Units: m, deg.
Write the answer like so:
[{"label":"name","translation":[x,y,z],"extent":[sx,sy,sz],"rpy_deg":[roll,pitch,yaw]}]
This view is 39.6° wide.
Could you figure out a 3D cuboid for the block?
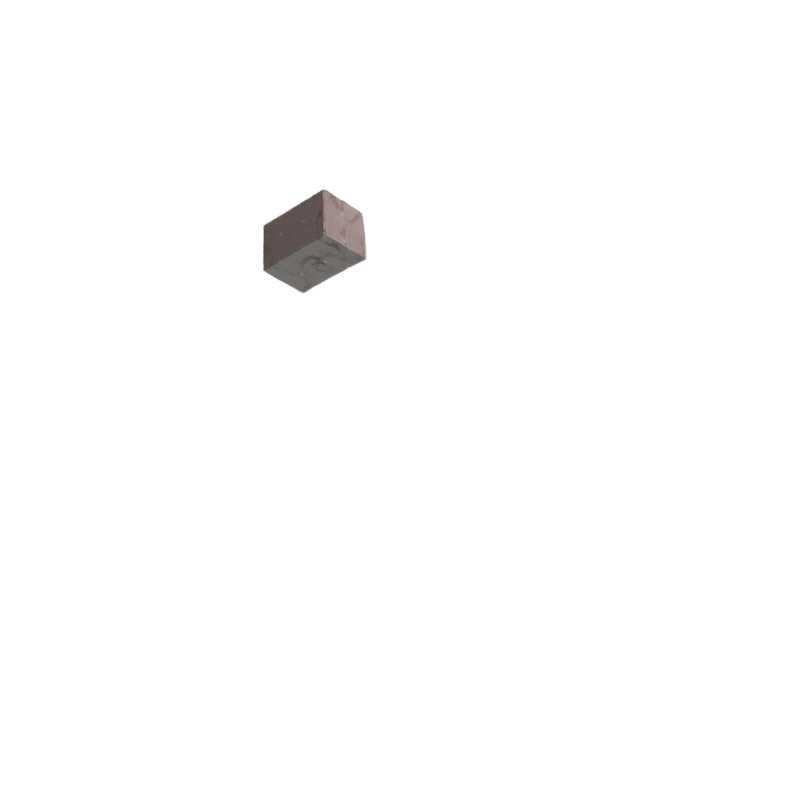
[{"label":"block","translation":[-0.076,-0.138,0.965],"extent":[0.078,0.055,0.049],"rpy_deg":[-25,-38,34]}]
